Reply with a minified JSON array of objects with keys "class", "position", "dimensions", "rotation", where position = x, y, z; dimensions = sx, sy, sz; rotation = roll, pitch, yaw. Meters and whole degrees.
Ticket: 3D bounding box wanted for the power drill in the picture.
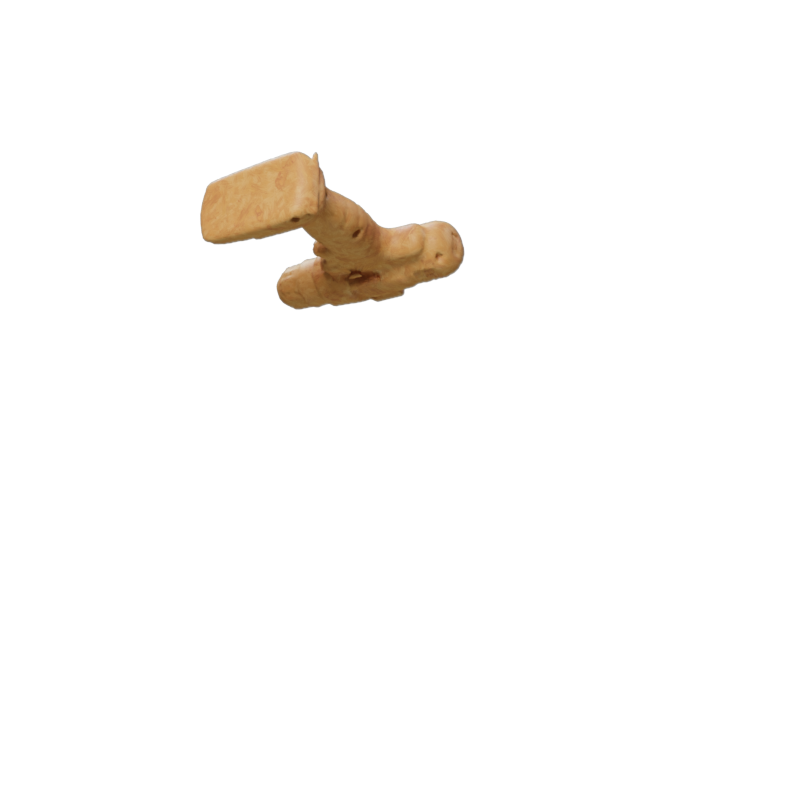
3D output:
[{"class":"power drill","position":[-0.070,-0.127,0.889],"dimensions":[0.188,0.060,0.176],"rotation":[-13,-21,35]}]
